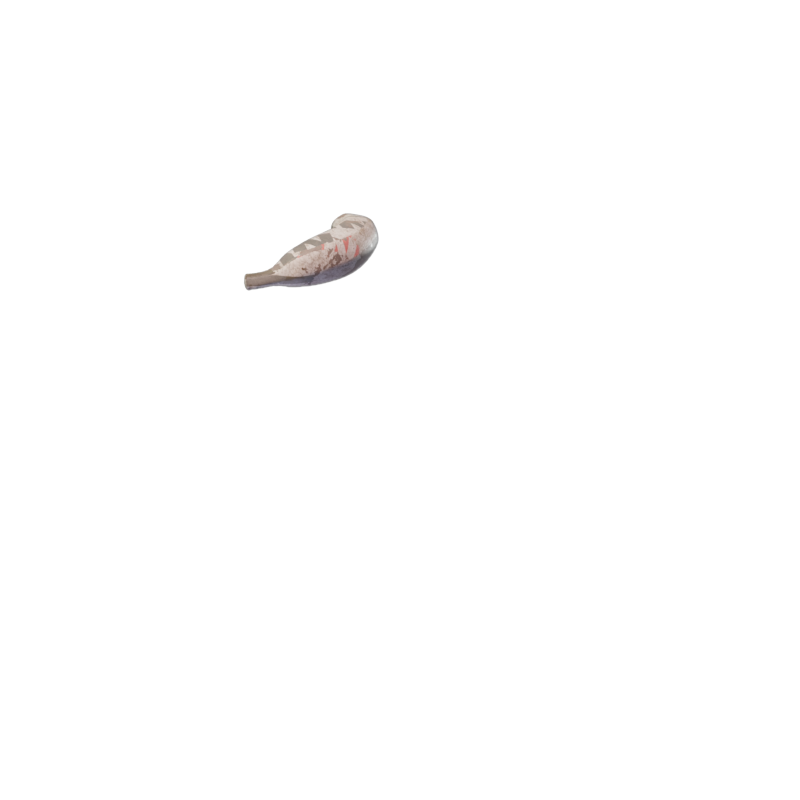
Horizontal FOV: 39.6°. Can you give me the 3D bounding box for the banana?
[{"bbox_3d":[-0.053,-0.124,0.880,0.072,0.035,0.199,6,20,17],"label":"banana"}]
